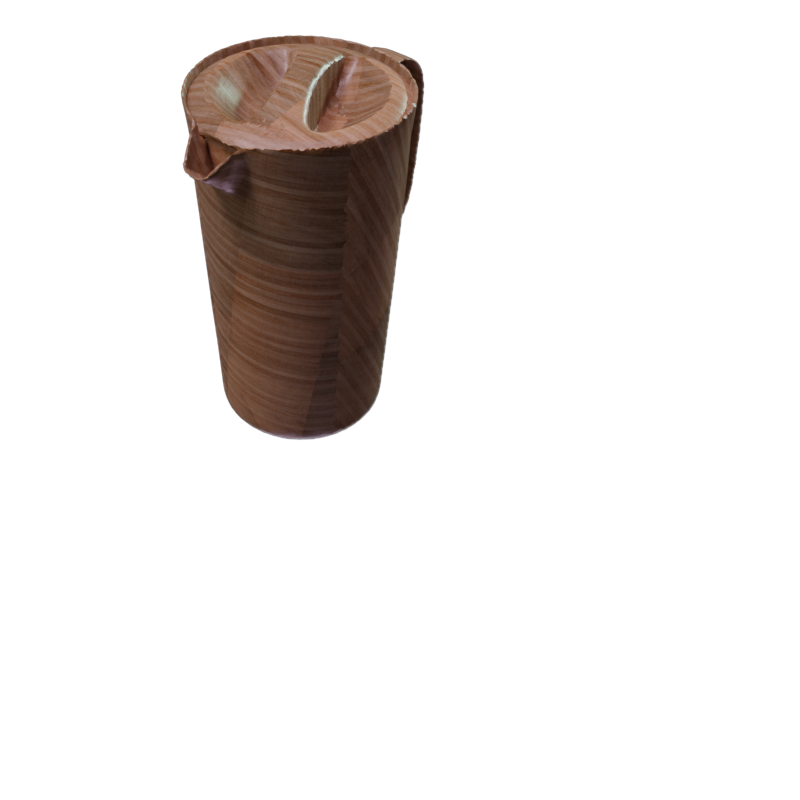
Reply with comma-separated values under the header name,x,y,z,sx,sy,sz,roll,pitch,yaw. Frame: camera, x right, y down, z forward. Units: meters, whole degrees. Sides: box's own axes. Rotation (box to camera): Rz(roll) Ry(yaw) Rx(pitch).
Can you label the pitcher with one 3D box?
name,x,y,z,sx,sy,sz,roll,pitch,yaw
pitcher,-0.055,-0.100,0.697,0.148,0.227,0.156,-2,41,-6
